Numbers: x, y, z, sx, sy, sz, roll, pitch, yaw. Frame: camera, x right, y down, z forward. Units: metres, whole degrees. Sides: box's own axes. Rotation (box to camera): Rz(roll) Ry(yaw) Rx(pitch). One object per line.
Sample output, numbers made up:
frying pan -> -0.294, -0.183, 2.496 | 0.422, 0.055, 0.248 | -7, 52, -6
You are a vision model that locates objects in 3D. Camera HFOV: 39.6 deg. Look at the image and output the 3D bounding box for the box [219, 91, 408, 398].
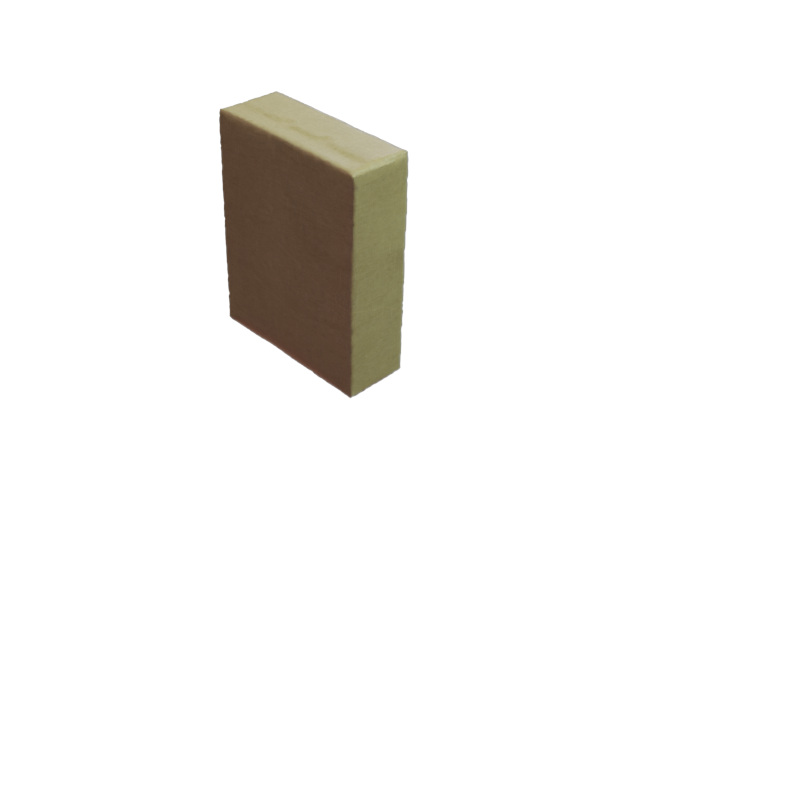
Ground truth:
box -> -0.073, -0.134, 0.938 | 0.071, 0.200, 0.176 | -26, 43, -36
